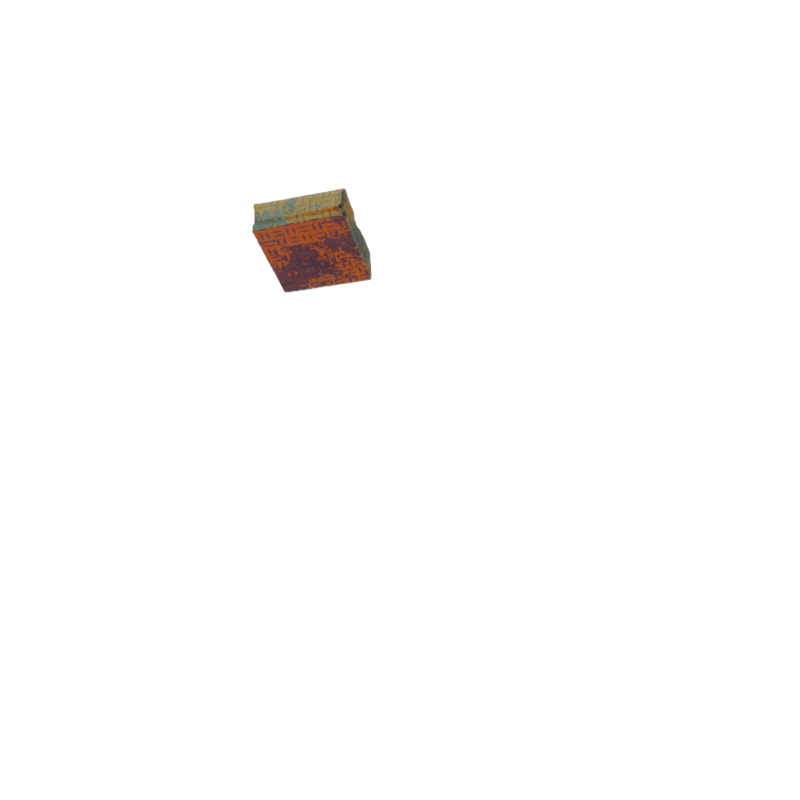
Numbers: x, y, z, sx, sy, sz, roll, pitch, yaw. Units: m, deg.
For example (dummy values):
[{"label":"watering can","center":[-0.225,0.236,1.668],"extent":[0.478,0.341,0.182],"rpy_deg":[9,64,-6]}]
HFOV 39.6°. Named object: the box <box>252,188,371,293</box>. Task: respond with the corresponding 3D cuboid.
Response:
[{"label":"box","center":[-0.068,-0.123,0.862],"extent":[0.074,0.032,0.082],"rpy_deg":[-8,-33,11]}]
